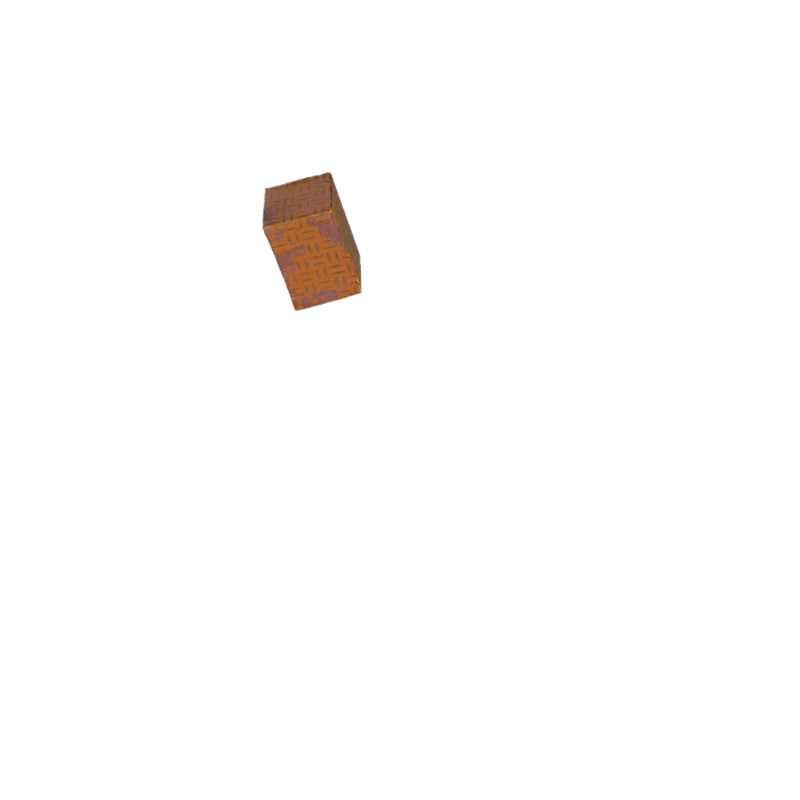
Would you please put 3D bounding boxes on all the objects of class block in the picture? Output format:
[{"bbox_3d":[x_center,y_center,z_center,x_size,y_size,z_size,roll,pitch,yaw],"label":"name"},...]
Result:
[{"bbox_3d":[-0.063,-0.114,0.799,0.053,0.072,0.055,-13,36,8],"label":"block"}]
